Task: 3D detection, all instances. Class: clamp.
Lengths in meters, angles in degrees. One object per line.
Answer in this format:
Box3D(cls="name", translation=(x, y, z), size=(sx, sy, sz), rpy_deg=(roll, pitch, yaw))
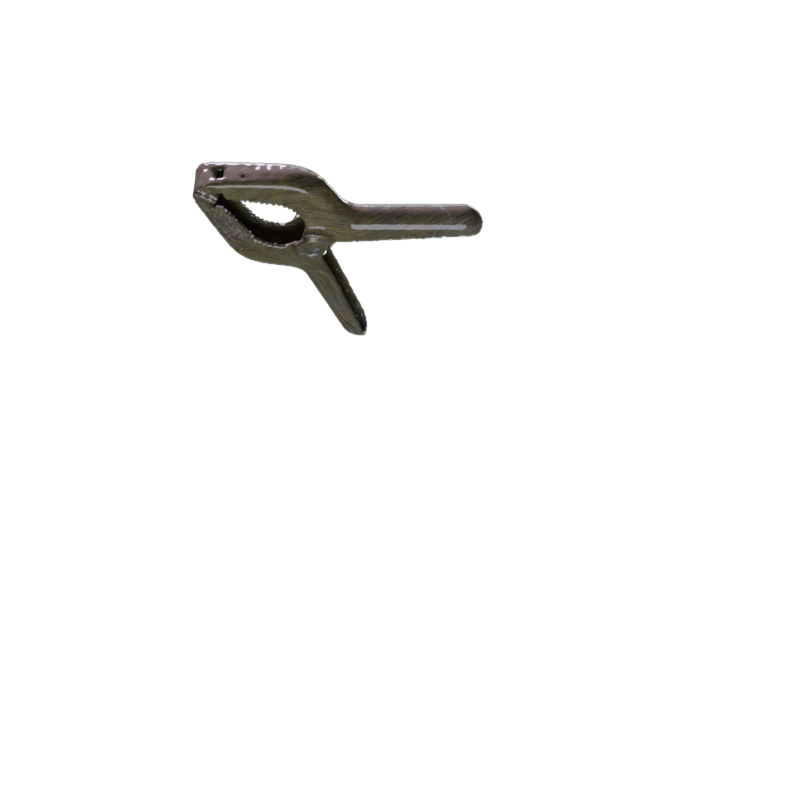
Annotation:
Box3D(cls="clamp", translation=(-0.066, -0.121, 0.846), size=(0.202, 0.039, 0.159), rpy_deg=(17, -42, -21))
